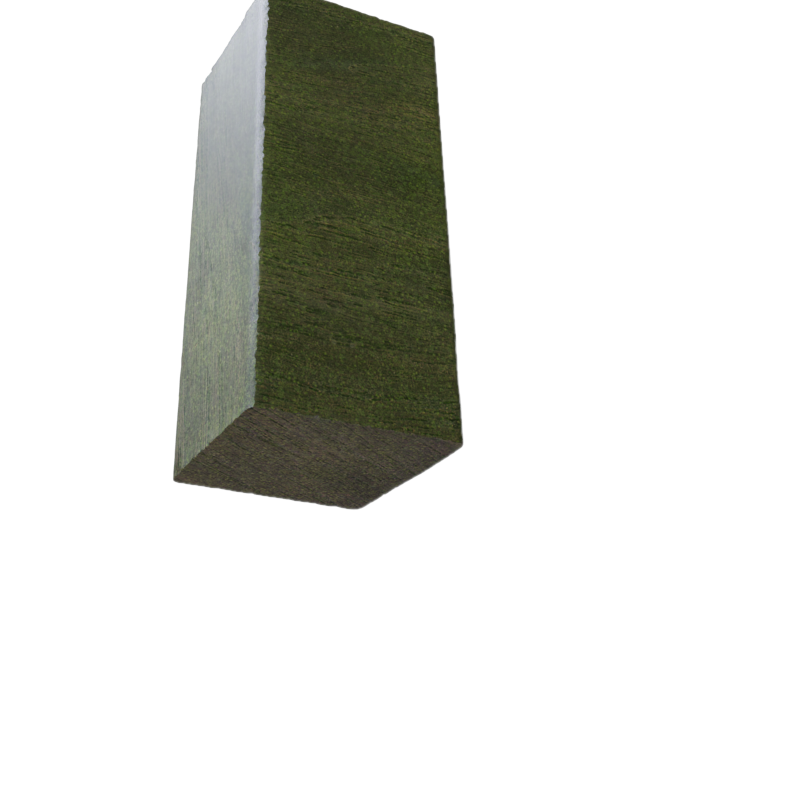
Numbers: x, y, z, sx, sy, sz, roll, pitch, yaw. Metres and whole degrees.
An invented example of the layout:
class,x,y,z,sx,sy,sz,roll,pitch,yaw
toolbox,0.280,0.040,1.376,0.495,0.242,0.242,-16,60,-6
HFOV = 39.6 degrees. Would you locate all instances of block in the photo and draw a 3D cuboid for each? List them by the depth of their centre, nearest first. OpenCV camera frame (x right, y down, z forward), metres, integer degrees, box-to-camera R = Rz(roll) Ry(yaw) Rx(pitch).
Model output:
class,x,y,z,sx,sy,sz,roll,pitch,yaw
block,-0.039,-0.070,0.491,0.087,0.219,0.088,13,-32,-25
